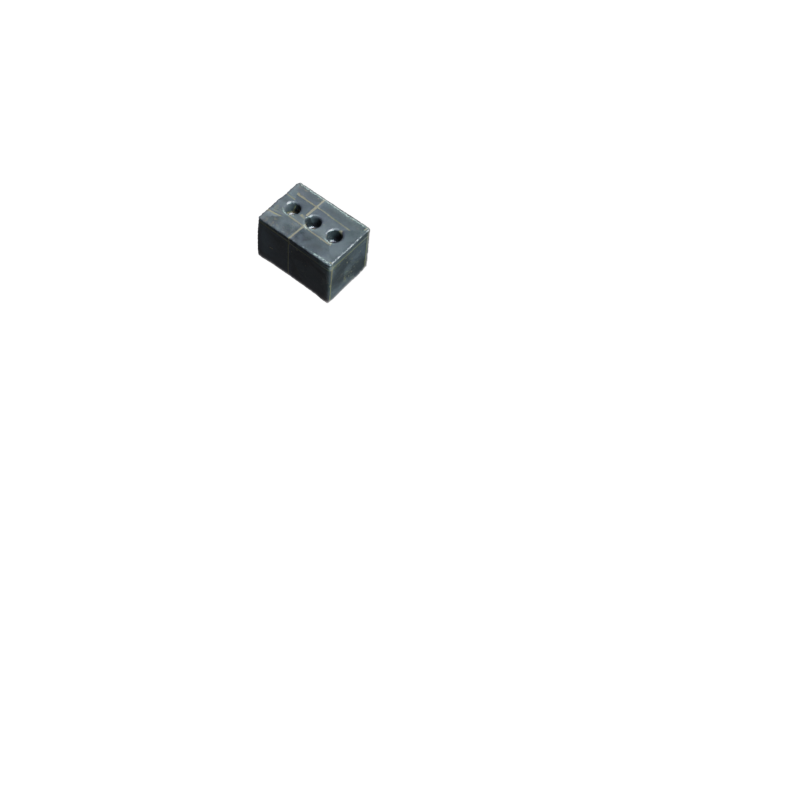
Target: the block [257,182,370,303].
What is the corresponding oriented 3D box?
[{"bbox_3d":[-0.070,-0.128,0.897,0.082,0.054,0.048,35,-29,21],"label":"block"}]
